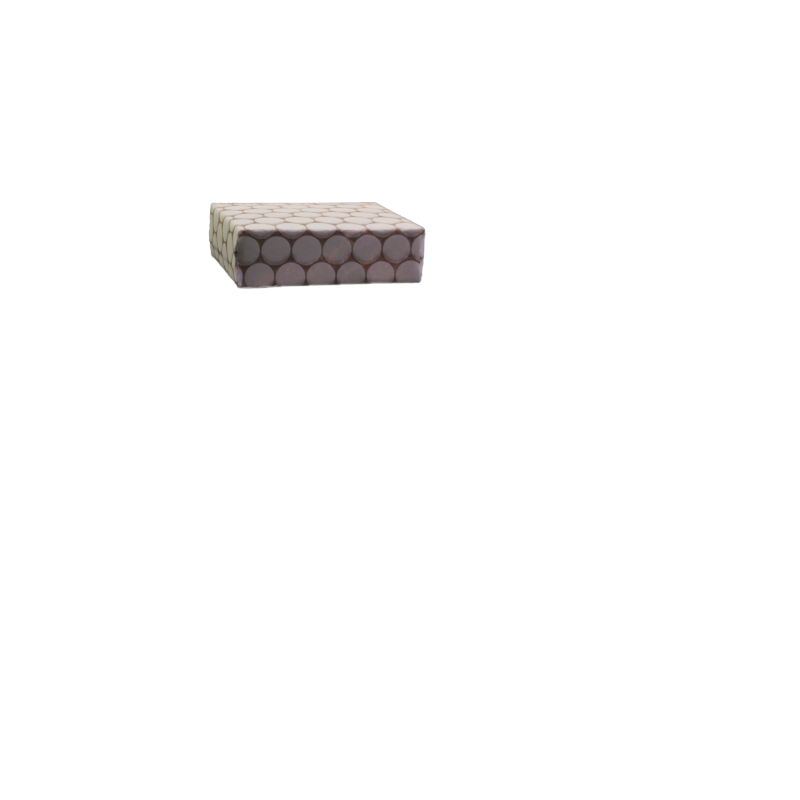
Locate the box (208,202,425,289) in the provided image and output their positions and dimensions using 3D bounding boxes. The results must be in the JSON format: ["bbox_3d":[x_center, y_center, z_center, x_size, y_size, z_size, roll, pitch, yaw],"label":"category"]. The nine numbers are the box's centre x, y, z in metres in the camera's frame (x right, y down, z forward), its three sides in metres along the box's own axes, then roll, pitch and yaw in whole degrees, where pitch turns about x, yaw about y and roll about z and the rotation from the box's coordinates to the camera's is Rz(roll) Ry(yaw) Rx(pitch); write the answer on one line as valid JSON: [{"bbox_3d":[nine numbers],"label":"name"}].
[{"bbox_3d":[-0.052,-0.095,0.666,0.111,0.038,0.095,-5,18,-16],"label":"box"}]
